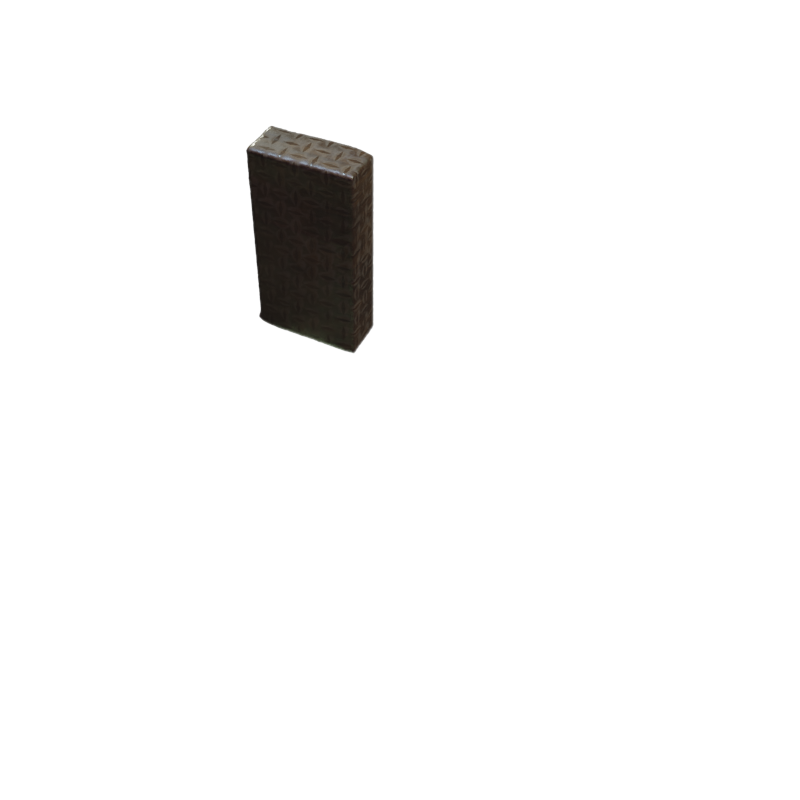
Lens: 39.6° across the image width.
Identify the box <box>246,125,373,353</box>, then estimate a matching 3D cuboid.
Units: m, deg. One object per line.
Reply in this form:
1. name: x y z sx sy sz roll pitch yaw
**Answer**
1. box: -0.069 -0.126 0.884 0.097 0.164 0.049 20 42 20
